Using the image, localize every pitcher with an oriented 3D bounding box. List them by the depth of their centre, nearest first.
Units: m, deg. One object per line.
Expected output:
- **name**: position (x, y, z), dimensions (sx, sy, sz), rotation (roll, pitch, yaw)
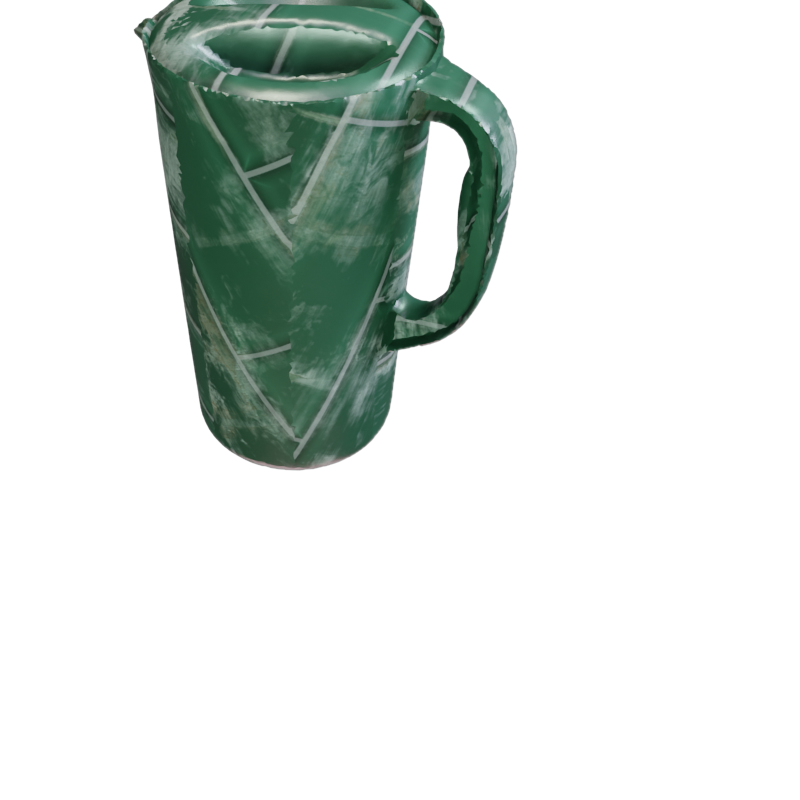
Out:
- **pitcher**: position (-0.043, -0.078, 0.550), dimensions (0.143, 0.227, 0.162), rotation (-12, 43, -16)
